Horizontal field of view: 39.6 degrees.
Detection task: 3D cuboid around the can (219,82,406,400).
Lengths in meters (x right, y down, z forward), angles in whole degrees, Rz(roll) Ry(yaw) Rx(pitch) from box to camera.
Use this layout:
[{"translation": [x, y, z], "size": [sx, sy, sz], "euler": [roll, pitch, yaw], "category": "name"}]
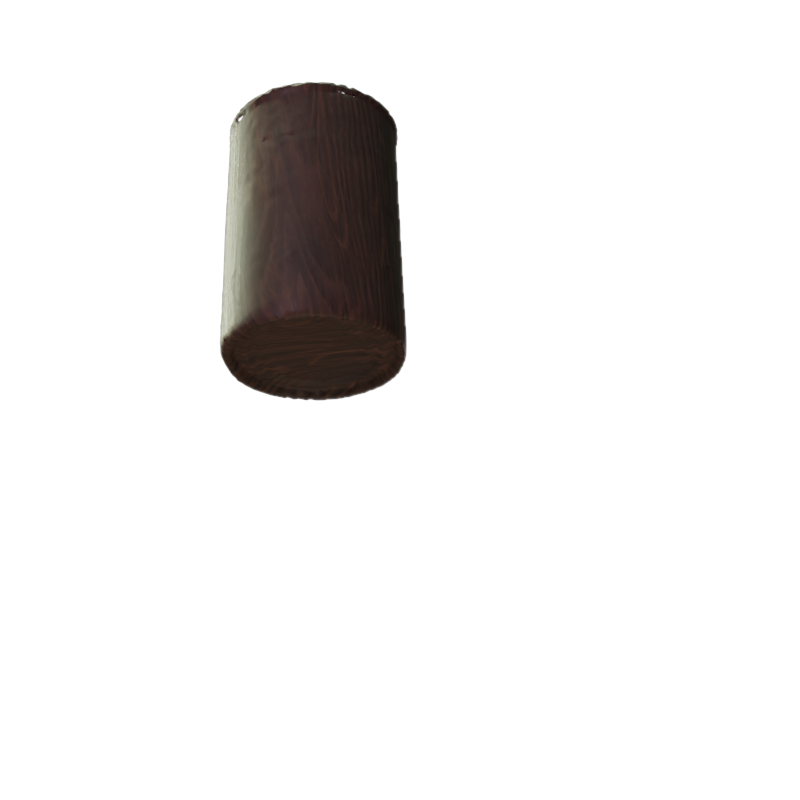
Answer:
[{"translation": [-0.033, -0.060, 0.420], "size": [0.068, 0.109, 0.064], "euler": [-1, -31, -2], "category": "can"}]
